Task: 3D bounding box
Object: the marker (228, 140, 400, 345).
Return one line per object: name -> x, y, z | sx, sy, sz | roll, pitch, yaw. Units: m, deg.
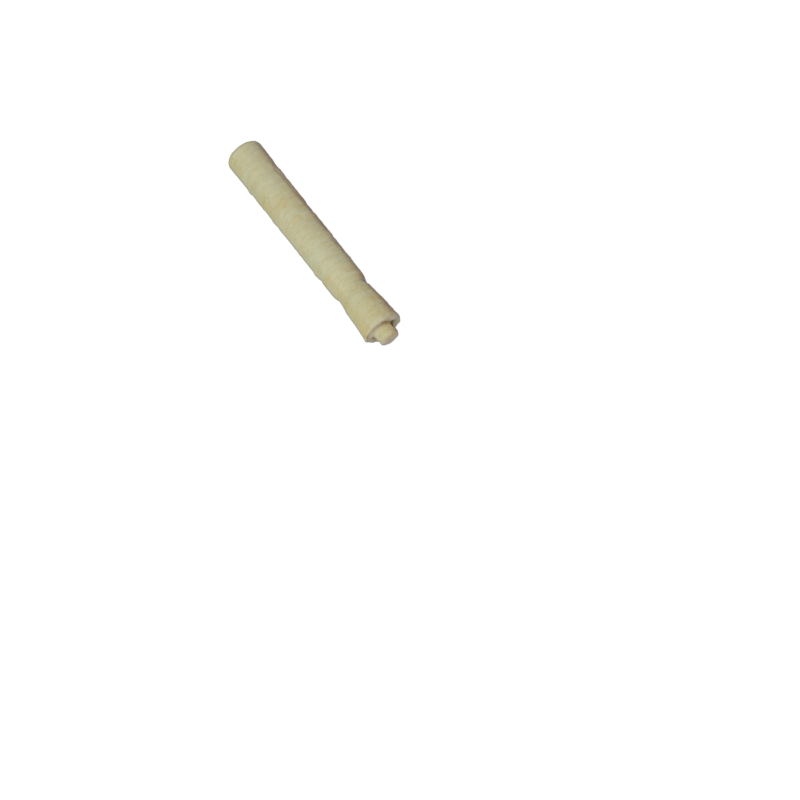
marker -> -0.040, -0.073, 0.508 | 0.019, 0.129, 0.019 | -2, -42, -51
